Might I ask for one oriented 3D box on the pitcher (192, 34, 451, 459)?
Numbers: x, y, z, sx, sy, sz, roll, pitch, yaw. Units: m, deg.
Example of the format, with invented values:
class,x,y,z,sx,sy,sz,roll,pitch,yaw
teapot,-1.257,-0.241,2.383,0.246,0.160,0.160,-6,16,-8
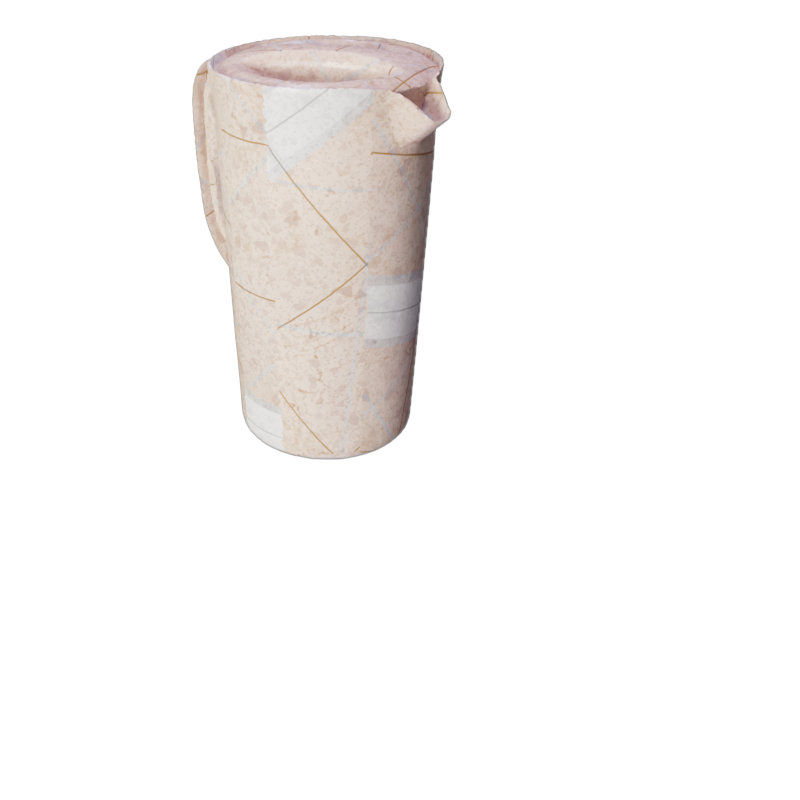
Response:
class,x,y,z,sx,sy,sz,roll,pitch,yaw
pitcher,-0.053,-0.096,0.674,0.144,0.231,0.158,-1,26,-6
